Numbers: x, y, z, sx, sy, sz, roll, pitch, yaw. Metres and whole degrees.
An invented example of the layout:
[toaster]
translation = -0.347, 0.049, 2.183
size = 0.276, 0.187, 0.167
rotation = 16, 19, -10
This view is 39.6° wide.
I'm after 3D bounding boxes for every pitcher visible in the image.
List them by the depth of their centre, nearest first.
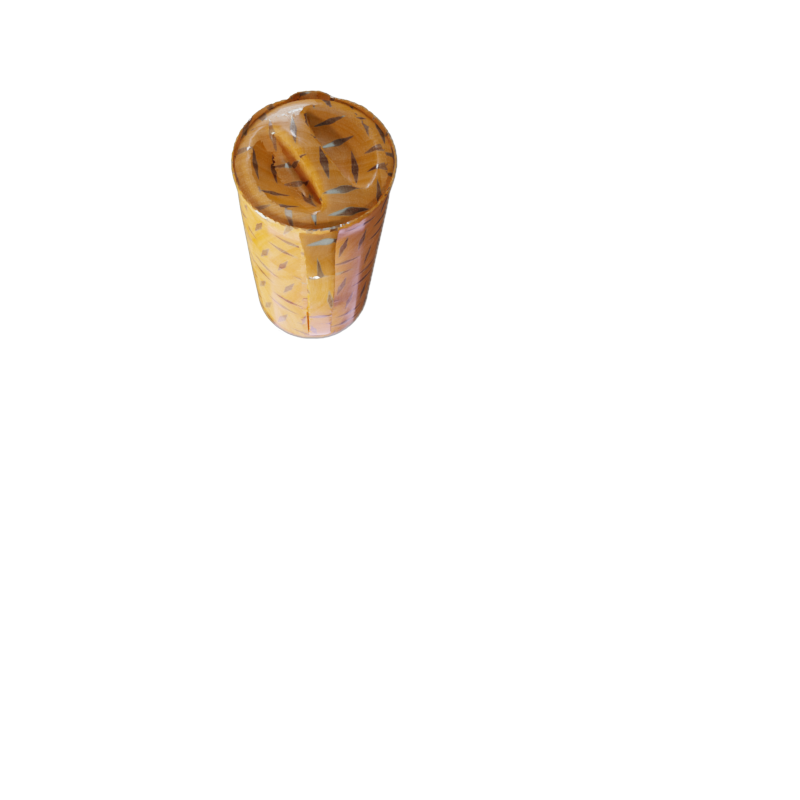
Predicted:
[pitcher]
translation = -0.077, -0.140, 0.981
size = 0.151, 0.152, 0.230
rotation = 37, -22, 13
